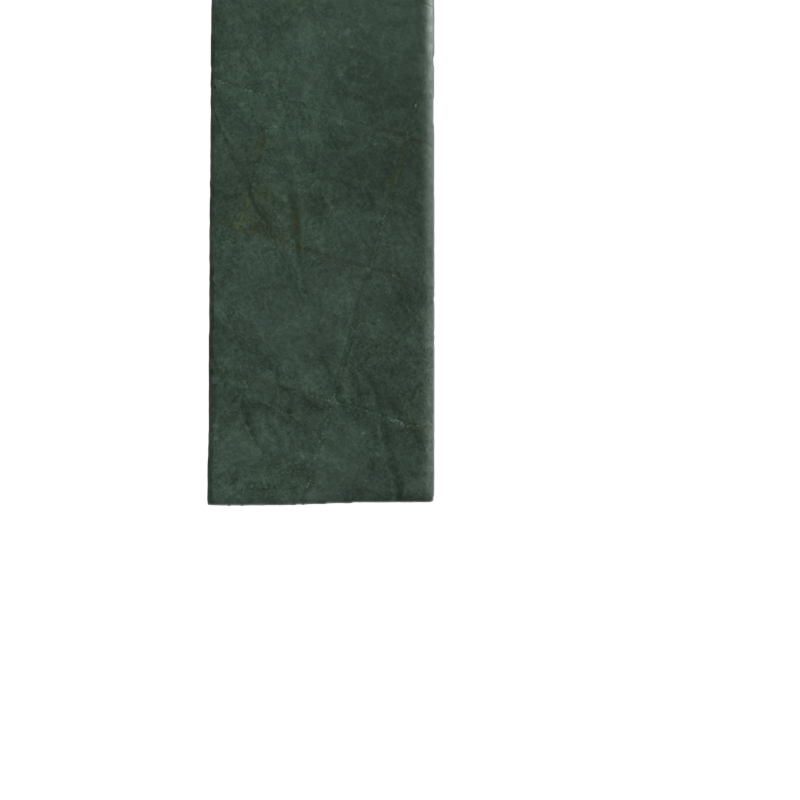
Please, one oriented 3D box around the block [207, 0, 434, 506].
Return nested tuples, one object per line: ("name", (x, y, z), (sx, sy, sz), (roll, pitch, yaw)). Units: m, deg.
("block", (-0.036, -0.068, 0.473), (0.089, 0.207, 0.091), (0, -2, -7))
